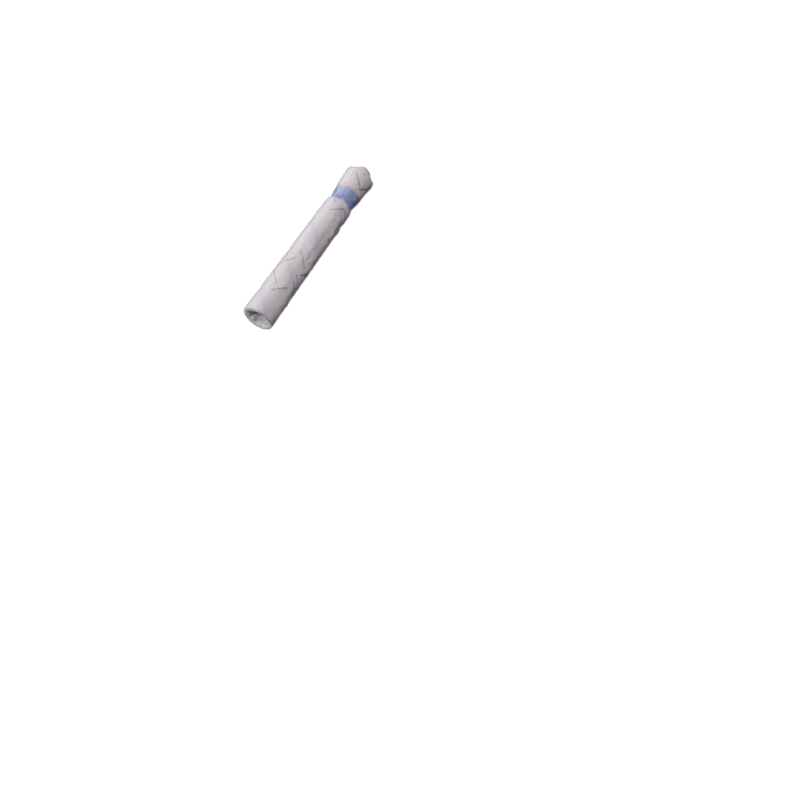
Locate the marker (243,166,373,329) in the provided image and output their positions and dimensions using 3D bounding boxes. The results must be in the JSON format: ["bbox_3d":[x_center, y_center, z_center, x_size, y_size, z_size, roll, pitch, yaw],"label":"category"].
[{"bbox_3d":[-0.050,-0.091,0.638,0.020,0.125,0.018,25,-30,12],"label":"marker"}]
